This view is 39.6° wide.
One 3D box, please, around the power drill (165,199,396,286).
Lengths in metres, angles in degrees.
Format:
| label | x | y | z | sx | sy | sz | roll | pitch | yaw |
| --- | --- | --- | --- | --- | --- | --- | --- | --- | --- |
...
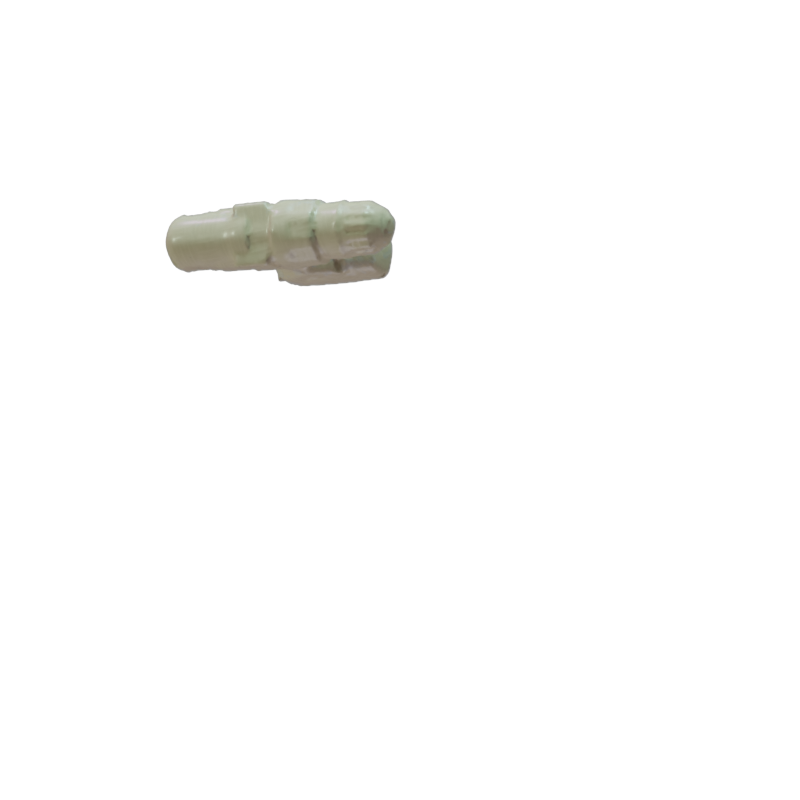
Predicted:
| label | x | y | z | sx | sy | sz | roll | pitch | yaw |
| --- | --- | --- | --- | --- | --- | --- | --- | --- | --- |
| power drill | -0.071 | -0.129 | 0.901 | 0.189 | 0.058 | 0.181 | 0 | 1 | 21 |
